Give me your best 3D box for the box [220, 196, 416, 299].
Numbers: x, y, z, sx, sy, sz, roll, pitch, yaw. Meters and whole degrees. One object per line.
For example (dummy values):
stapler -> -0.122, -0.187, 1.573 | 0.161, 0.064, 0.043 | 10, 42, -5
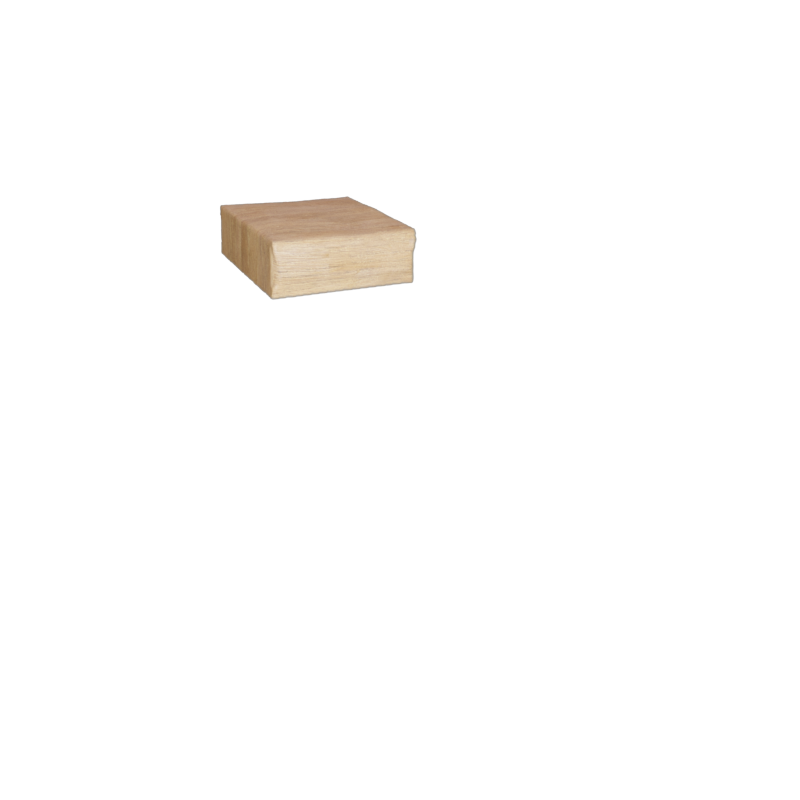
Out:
box -> -0.043, -0.079, 0.551 | 0.072, 0.029, 0.095 | -8, 22, -21
